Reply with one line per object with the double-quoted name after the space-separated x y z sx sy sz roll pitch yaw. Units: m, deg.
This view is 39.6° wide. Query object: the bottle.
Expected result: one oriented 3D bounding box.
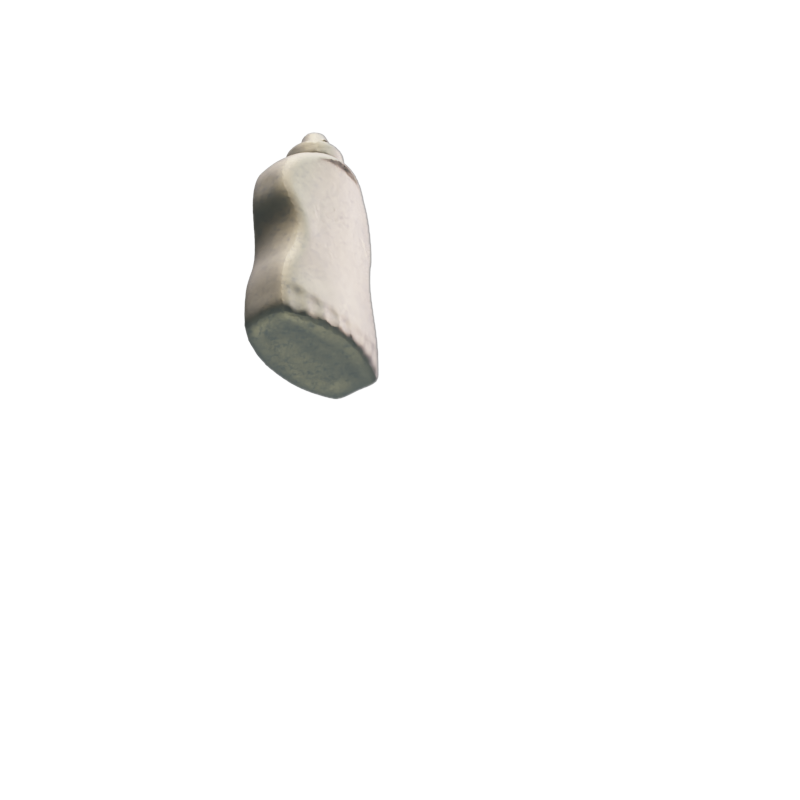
-0.056 -0.102 0.716 0.058 0.206 0.089 -29 -45 28 "bottle"
